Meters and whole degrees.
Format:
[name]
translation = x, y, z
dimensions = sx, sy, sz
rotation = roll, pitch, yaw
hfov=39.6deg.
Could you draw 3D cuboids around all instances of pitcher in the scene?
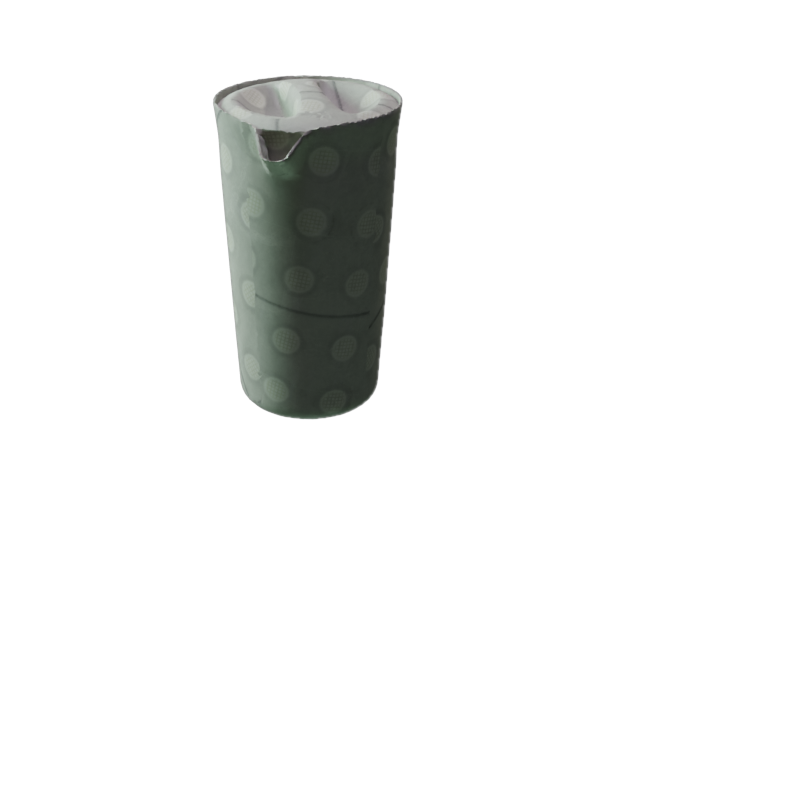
[pitcher]
translation = -0.065, -0.119, 0.834
dimensions = 0.146, 0.230, 0.156
rotation = -15, 30, -30
